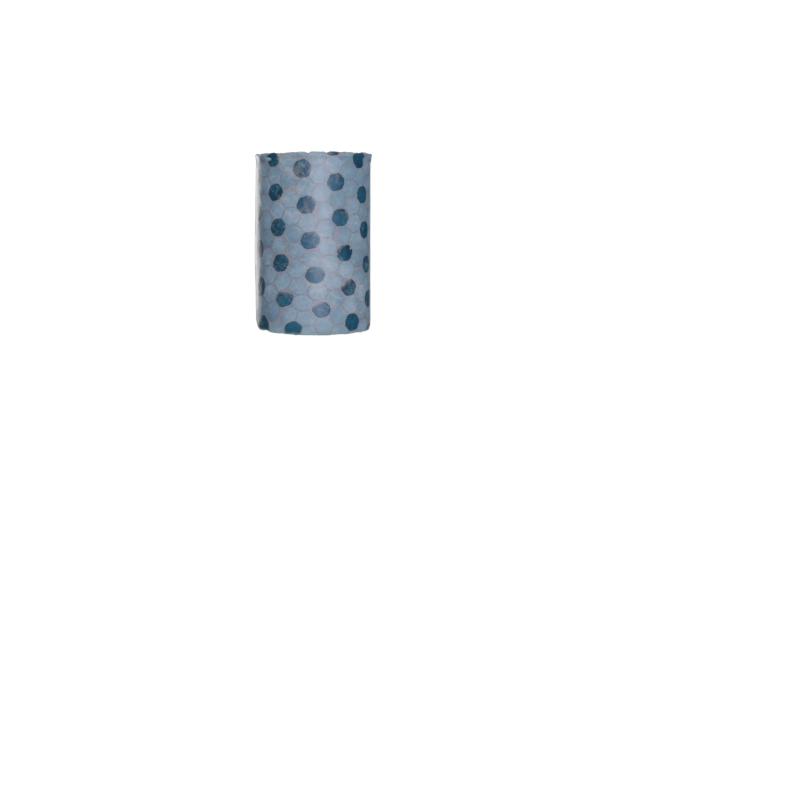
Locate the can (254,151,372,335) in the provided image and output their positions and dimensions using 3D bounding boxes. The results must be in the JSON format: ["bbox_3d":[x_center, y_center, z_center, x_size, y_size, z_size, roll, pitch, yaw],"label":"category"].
[{"bbox_3d":[-0.050,-0.092,0.644,0.068,0.102,0.069,0,4,-2],"label":"can"}]
